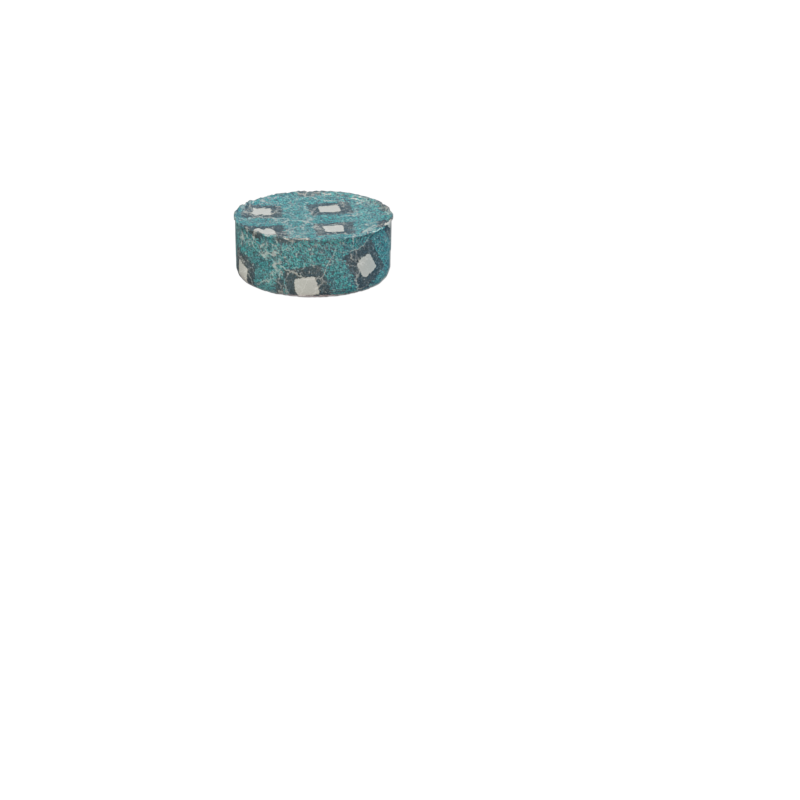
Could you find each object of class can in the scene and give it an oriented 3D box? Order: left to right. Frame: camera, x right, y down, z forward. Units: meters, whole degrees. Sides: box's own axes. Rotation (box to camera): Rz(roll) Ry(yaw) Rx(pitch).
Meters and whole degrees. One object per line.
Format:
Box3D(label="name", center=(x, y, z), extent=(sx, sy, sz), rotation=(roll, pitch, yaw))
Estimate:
Box3D(label="can", center=(-0.047, -0.086, 0.601), extent=(0.086, 0.032, 0.090), rotation=(-1, 25, -2))
